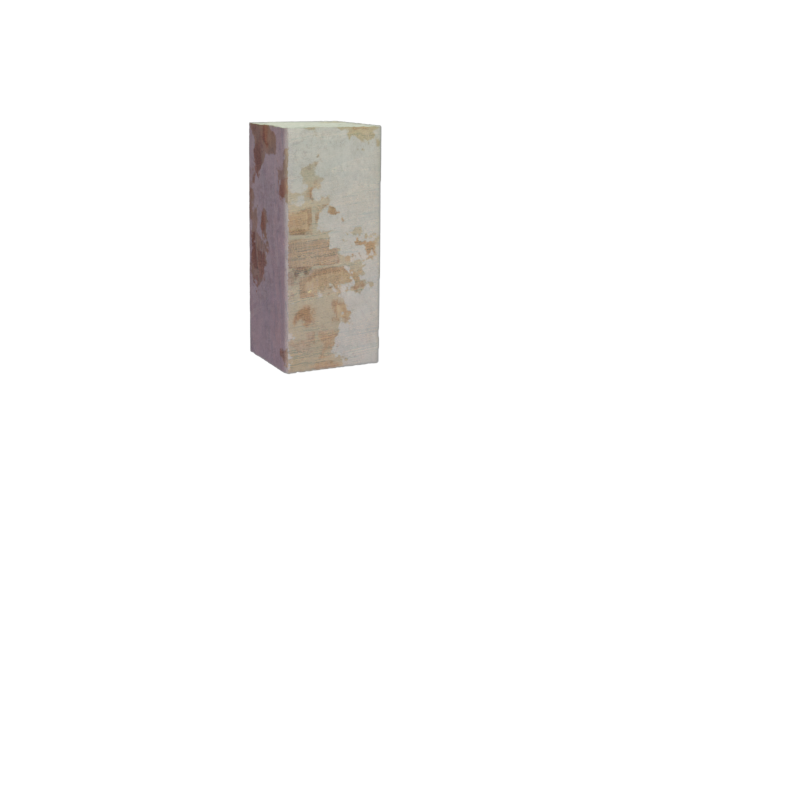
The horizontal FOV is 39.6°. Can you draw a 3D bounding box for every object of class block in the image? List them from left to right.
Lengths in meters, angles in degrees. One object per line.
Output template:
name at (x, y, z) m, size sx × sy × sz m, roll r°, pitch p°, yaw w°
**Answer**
block at (-0.076, -0.138, 0.969) m, size 0.088 × 0.201 × 0.095 m, roll -5°, pitch 12°, yaw -27°
